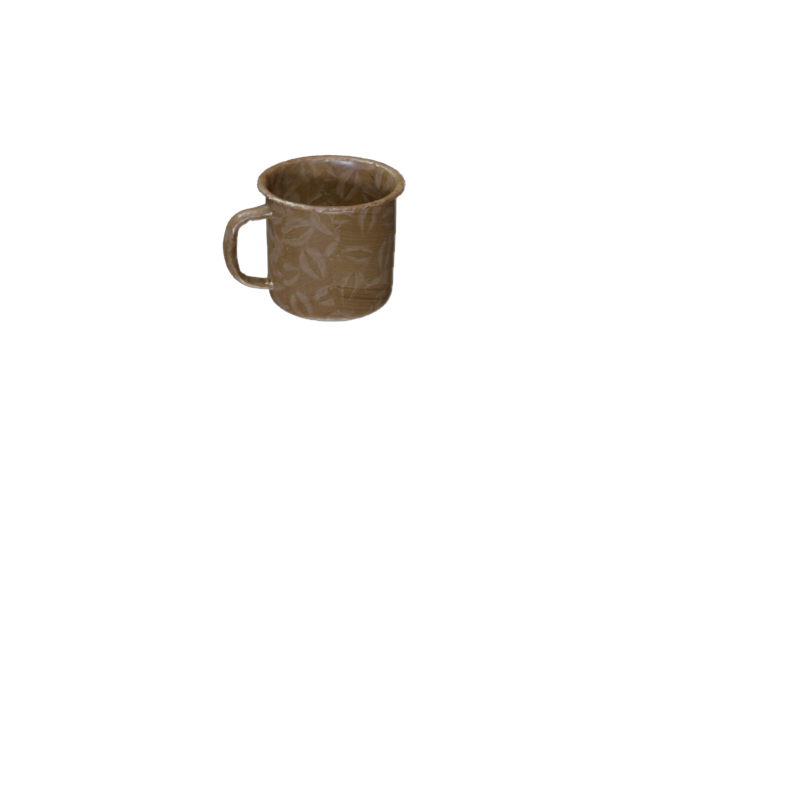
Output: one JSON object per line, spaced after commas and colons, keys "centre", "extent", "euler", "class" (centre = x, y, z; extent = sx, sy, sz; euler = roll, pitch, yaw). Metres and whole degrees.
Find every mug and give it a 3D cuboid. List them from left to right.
{"centre": [-0.055, -0.101, 0.704], "extent": [0.115, 0.077, 0.100], "euler": [-11, 31, -20], "class": "mug"}
